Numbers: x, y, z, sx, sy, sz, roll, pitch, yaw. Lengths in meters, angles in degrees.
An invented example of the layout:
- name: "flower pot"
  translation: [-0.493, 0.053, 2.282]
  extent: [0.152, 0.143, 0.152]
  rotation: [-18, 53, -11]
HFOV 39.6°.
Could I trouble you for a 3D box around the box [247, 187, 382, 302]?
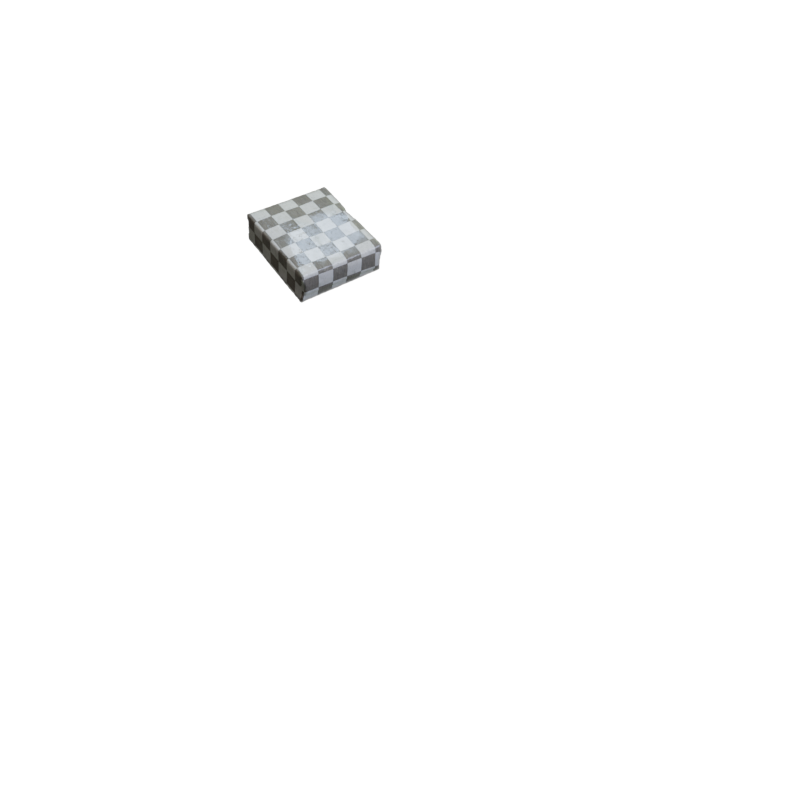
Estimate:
- name: "box"
  translation: [-0.069, -0.125, 0.877]
  extent: [0.073, 0.028, 0.096]
  rotation: [-23, 49, -22]
